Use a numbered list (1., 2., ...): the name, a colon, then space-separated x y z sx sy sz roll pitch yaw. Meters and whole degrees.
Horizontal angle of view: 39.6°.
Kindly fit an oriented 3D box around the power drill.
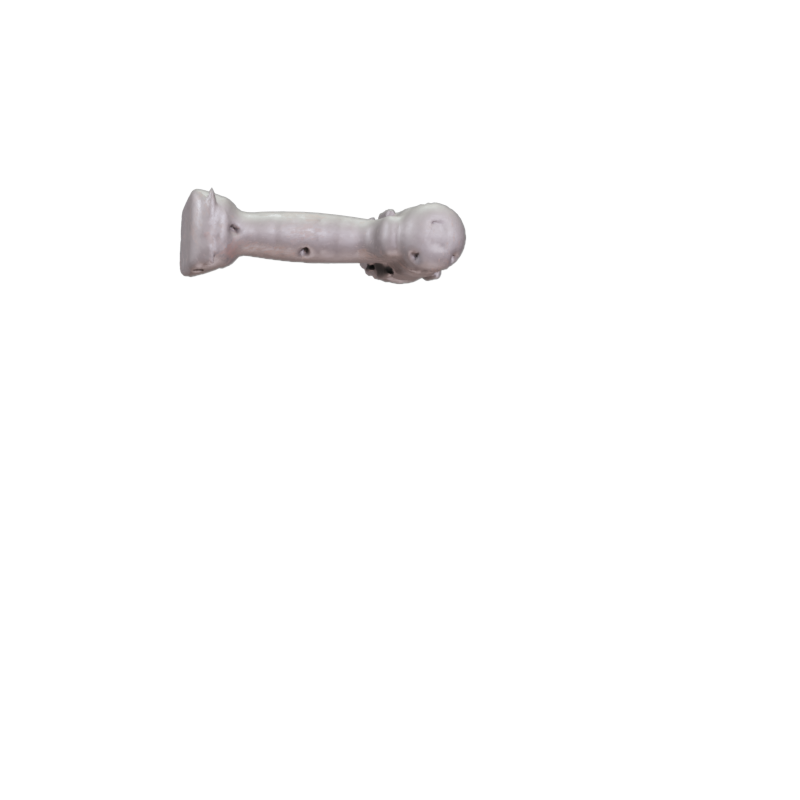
1. power drill: -0.062 -0.113 0.795 0.185 0.058 0.186 0 0 -12
